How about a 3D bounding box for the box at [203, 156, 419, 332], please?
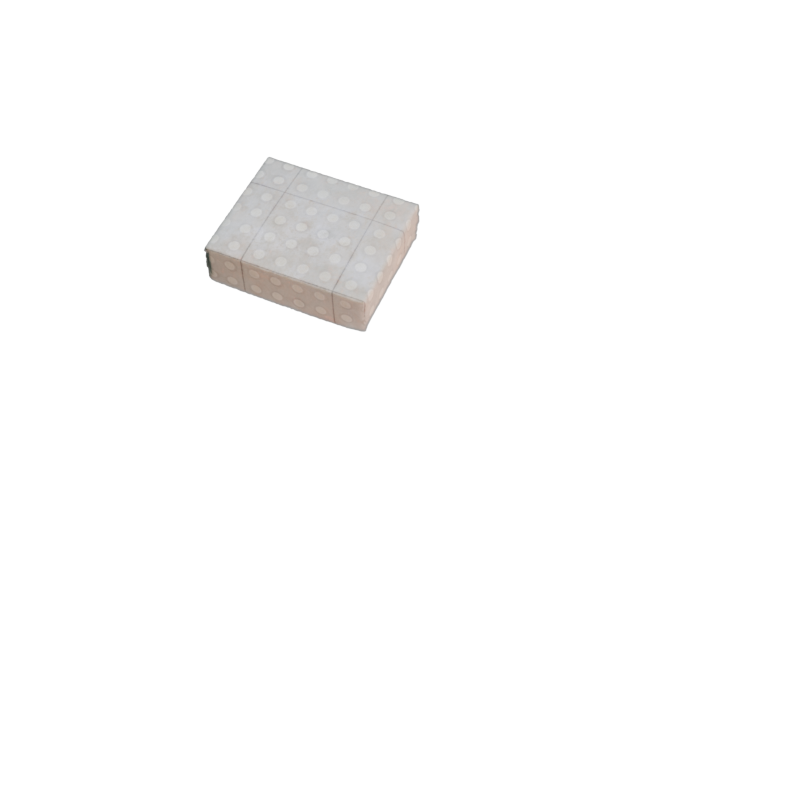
[{"bbox_3d":[-0.056,-0.102,0.714,0.117,0.093,0.036,20,-34,14],"label":"box"}]
